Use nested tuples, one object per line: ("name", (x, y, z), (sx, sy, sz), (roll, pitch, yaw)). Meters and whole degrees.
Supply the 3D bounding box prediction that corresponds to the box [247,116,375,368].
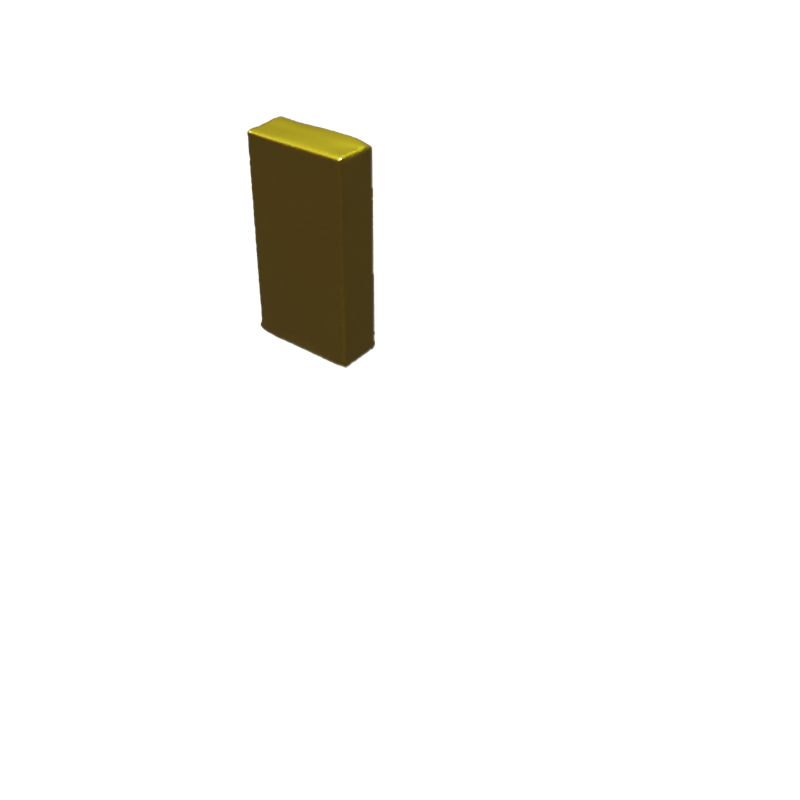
("box", (-0.066, -0.121, 0.847), (0.099, 0.166, 0.048), (24, 35, 33))
